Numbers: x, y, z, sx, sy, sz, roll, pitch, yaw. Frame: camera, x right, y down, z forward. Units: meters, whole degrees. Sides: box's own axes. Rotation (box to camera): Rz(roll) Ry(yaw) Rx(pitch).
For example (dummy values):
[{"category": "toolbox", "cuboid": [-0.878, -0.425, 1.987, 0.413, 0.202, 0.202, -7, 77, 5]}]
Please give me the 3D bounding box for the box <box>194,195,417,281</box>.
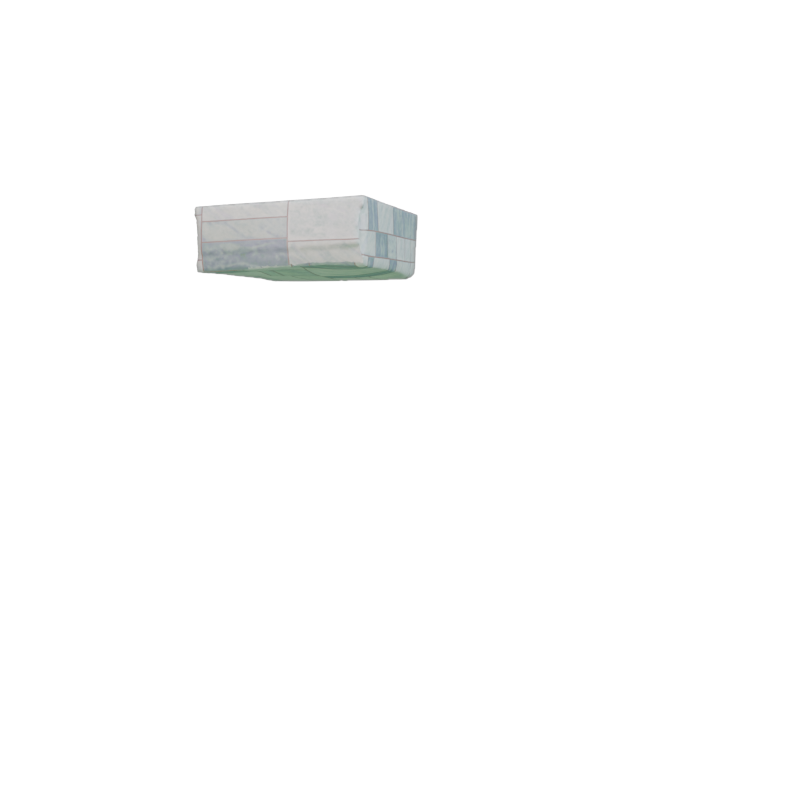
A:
[{"category": "box", "cuboid": [-0.046, -0.084, 0.591, 0.092, 0.039, 0.110, 0, 1, 16]}]
